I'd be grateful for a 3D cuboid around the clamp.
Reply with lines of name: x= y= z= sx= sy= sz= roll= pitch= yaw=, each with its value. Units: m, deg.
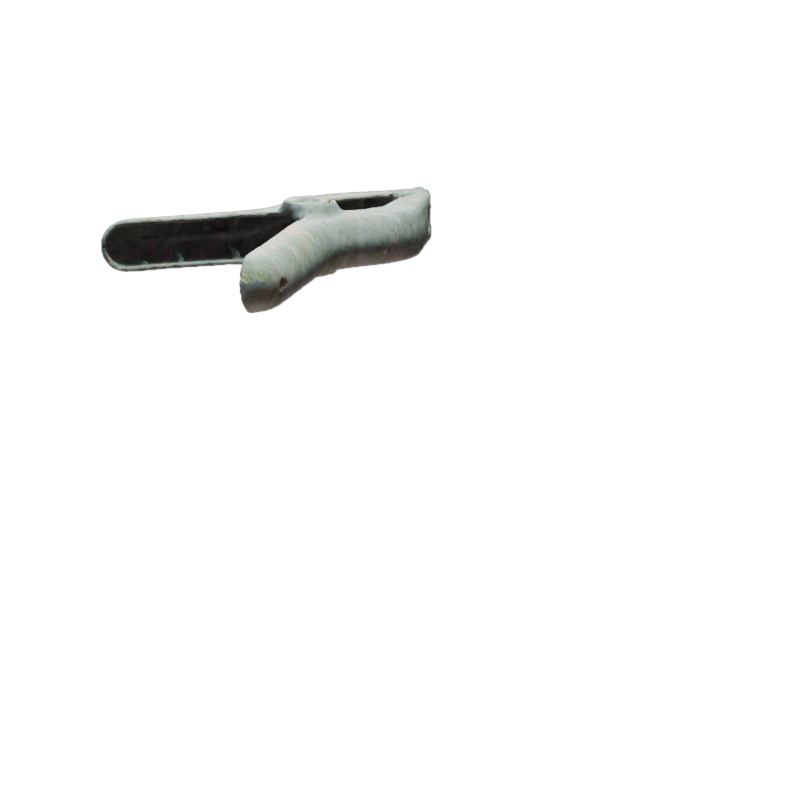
clamp: x=-0.041 y=-0.075 z=0.524 sx=0.168 sy=0.037 sz=0.128 roll=-17 pitch=30 yaw=-31
